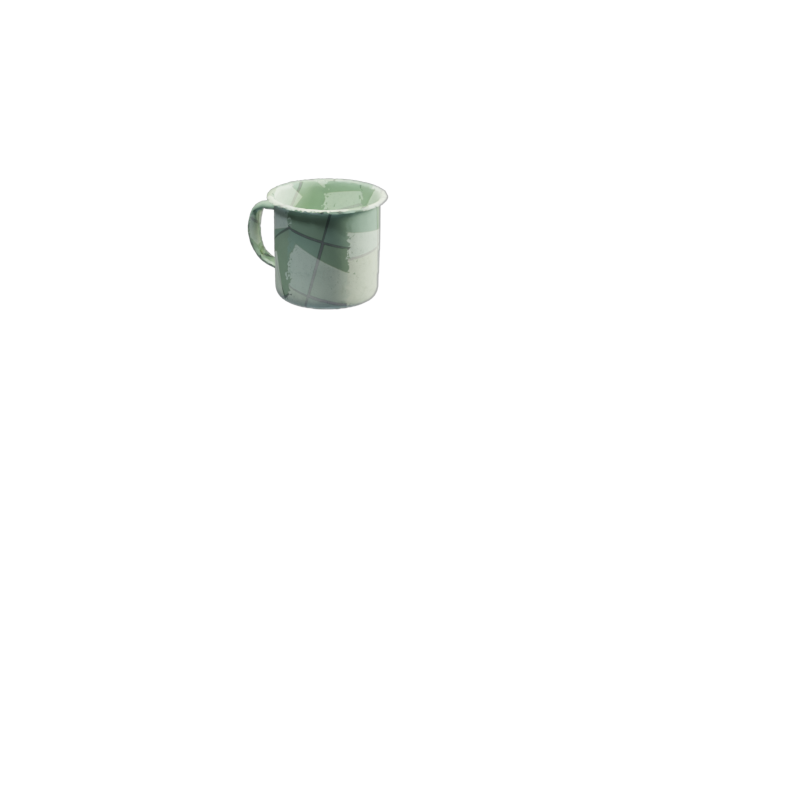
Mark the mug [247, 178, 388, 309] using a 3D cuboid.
[{"bbox_3d":[-0.068,-0.123,0.865,0.122,0.078,0.094,11,25,23],"label":"mug"}]
